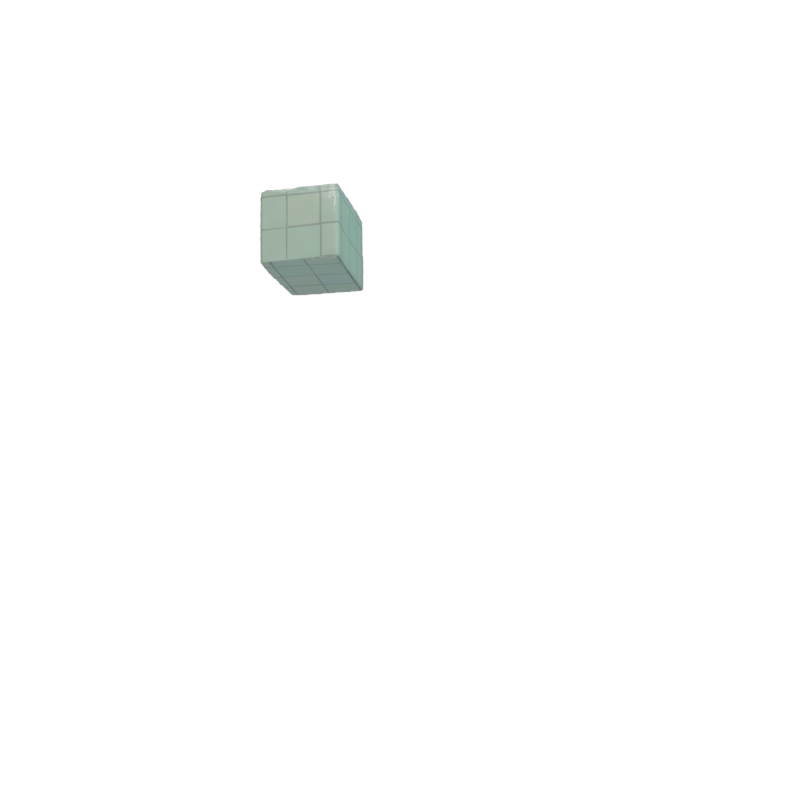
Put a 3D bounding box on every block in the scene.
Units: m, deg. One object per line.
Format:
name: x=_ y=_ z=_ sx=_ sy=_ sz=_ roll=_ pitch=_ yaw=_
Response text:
block: x=-0.058 y=-0.105 z=0.737 sx=0.053 sy=0.053 sz=0.074 roll=-4 pitch=-14 yaw=11
